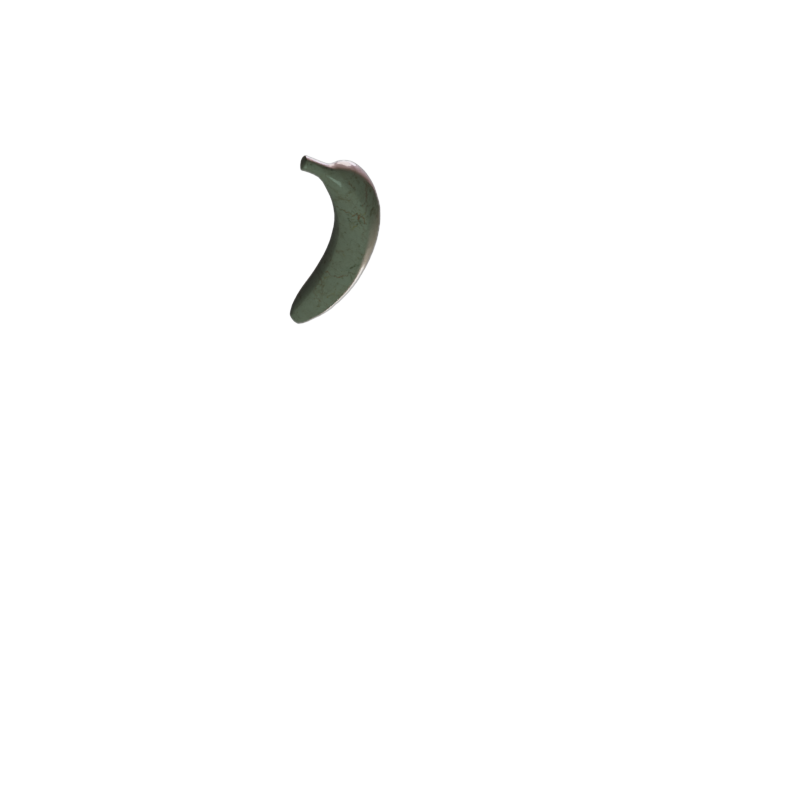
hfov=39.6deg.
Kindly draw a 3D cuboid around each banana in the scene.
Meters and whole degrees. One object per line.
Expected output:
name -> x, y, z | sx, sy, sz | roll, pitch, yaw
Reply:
banana -> -0.053, -0.133, 0.919 | 0.069, 0.039, 0.185 | 3, -40, -5
